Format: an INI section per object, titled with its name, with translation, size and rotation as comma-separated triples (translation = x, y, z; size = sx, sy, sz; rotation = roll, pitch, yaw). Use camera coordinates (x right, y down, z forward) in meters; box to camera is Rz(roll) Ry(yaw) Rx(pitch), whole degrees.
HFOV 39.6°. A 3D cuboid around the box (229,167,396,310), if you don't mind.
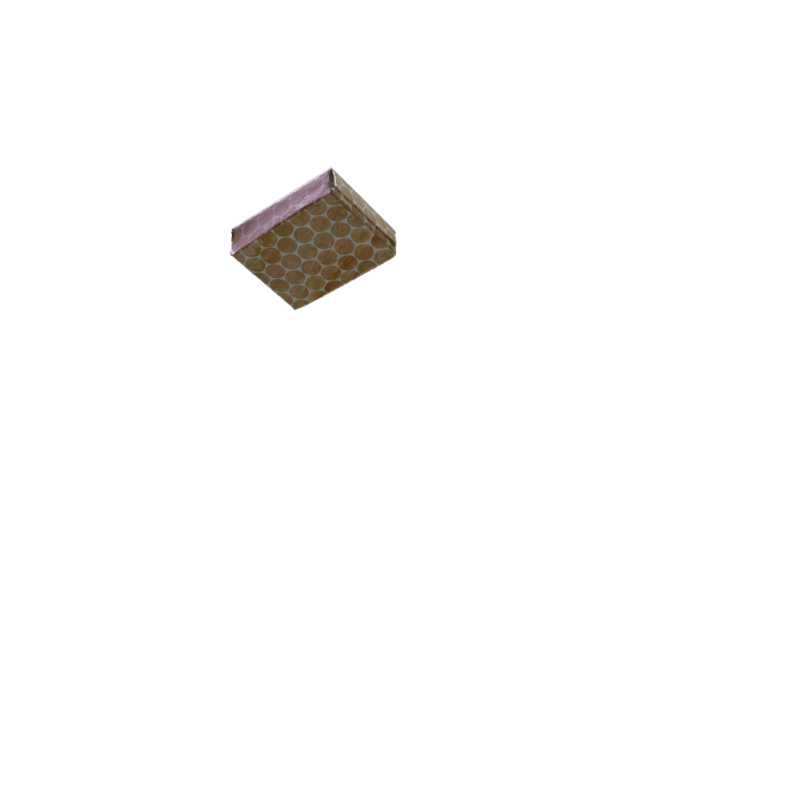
[box]
translation = -0.073, -0.133, 0.935
size = 0.113, 0.042, 0.084
rotation = -28, -52, 25
